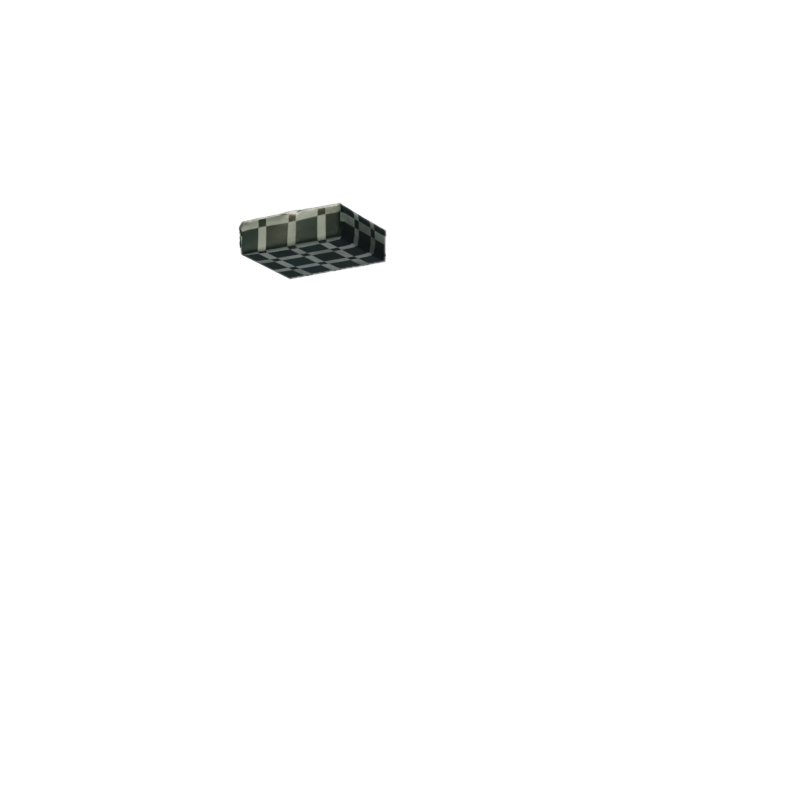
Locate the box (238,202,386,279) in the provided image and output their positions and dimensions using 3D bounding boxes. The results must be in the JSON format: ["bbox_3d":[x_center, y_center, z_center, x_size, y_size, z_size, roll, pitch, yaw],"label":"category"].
[{"bbox_3d":[-0.066,-0.120,0.838,0.091,0.031,0.069,-6,-13,28],"label":"box"}]
